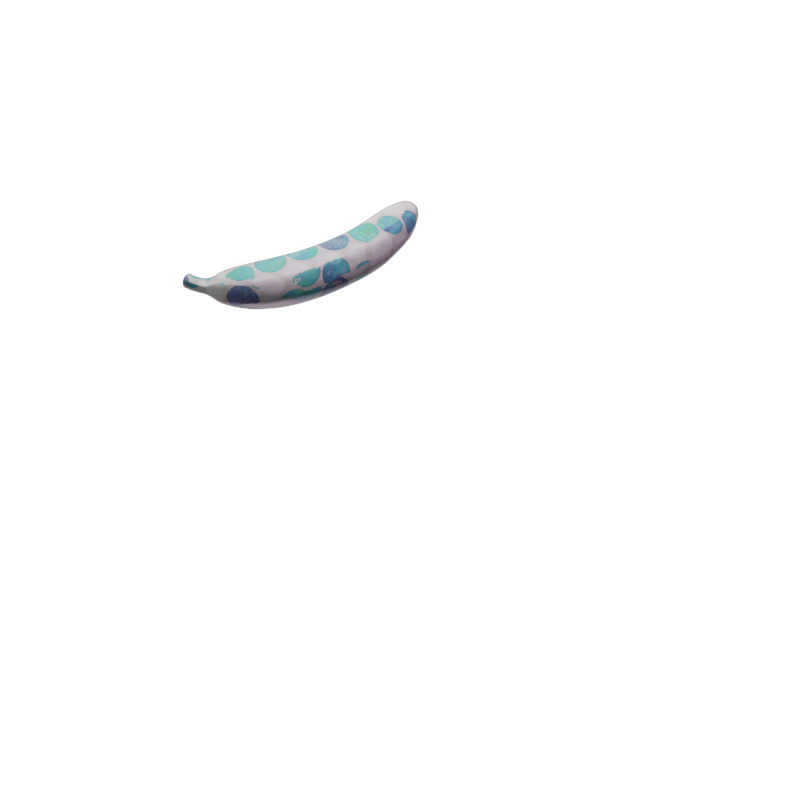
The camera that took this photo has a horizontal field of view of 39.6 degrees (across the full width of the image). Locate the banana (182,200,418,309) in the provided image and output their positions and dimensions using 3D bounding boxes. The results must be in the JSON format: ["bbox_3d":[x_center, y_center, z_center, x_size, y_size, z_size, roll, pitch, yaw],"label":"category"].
[{"bbox_3d":[-0.060,-0.107,0.831,0.196,0.034,0.075,-20,47,-20],"label":"banana"}]
